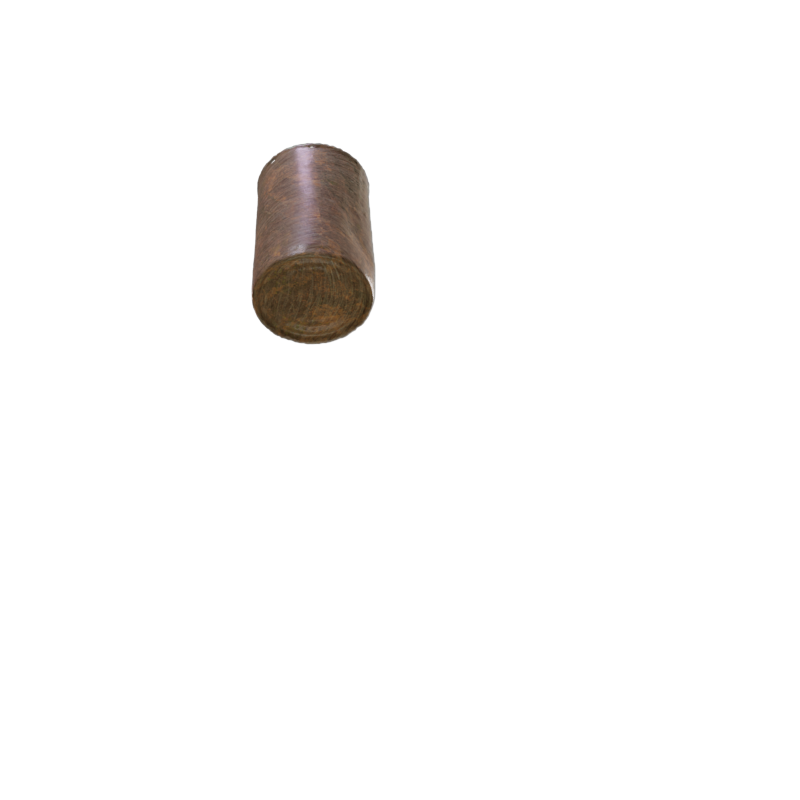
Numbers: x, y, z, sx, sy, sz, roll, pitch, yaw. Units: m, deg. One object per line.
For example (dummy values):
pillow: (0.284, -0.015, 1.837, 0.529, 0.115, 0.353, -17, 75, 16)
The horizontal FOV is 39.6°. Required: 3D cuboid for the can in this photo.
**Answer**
can: (-0.049, -0.090, 0.631, 0.068, 0.064, 0.110, -1, 43, -3)
